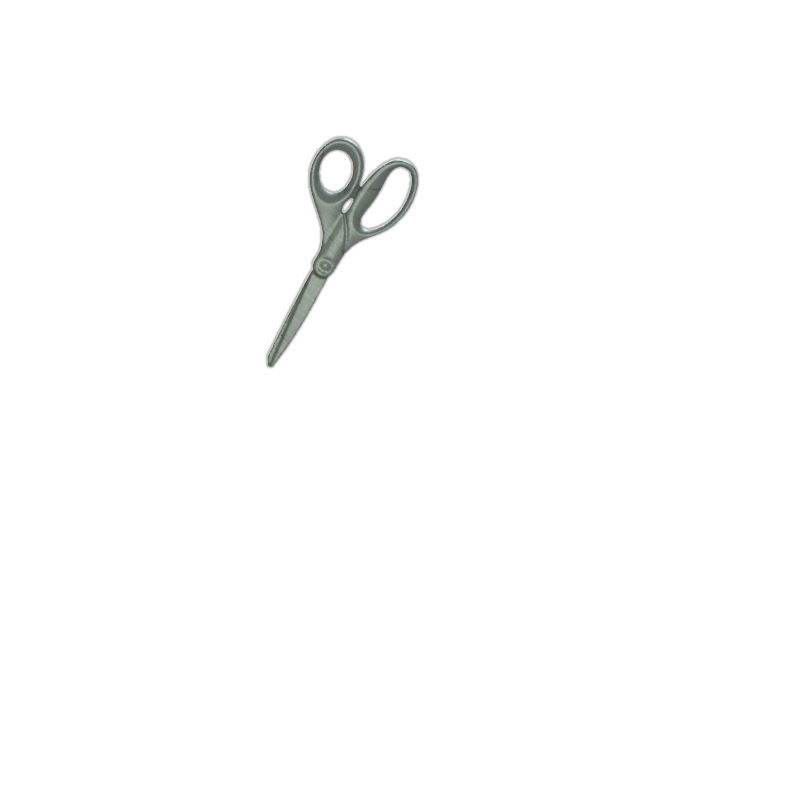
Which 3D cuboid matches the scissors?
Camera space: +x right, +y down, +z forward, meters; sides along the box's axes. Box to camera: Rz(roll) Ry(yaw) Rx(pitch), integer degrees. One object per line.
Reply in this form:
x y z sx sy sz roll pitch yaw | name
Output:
-0.070 -0.129 0.900 0.095 0.201 0.016 44 6 -6 | scissors
